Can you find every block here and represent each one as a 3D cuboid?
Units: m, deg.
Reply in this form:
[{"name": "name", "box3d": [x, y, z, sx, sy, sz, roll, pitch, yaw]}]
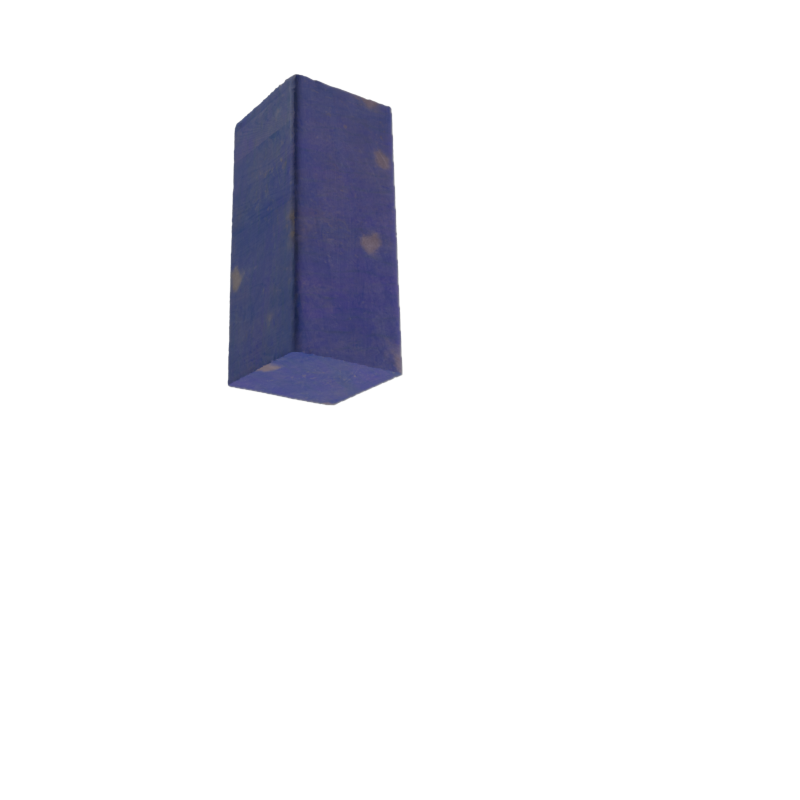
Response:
[{"name": "block", "box3d": [-0.062, -0.113, 0.788, 0.086, 0.217, 0.090, 14, -27, -32]}]
